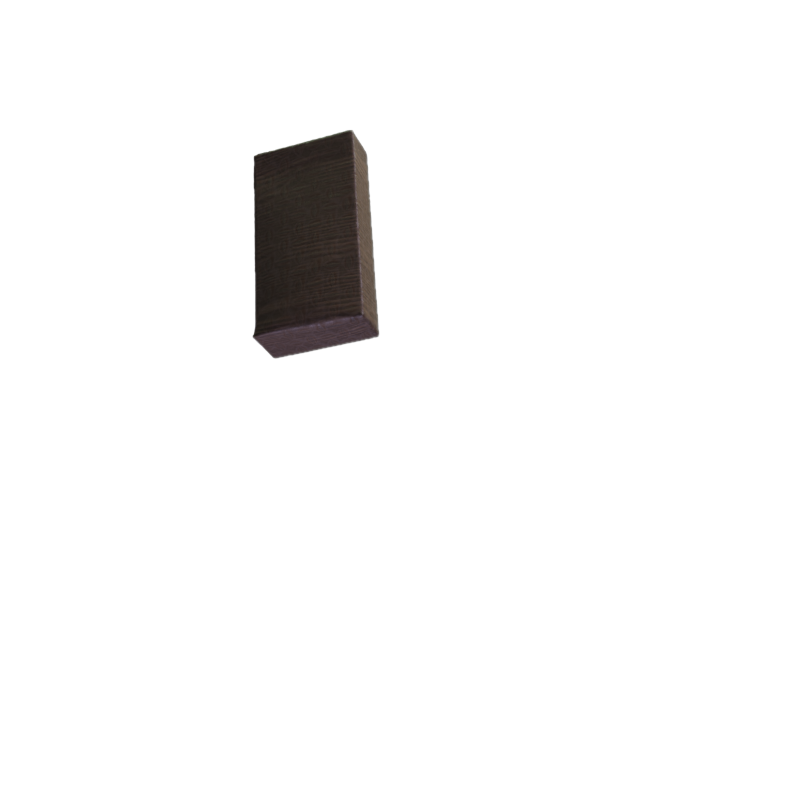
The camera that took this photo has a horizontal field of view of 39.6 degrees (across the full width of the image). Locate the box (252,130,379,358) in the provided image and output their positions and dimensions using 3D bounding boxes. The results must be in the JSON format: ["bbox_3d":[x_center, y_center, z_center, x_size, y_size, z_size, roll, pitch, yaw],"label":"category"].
[{"bbox_3d":[-0.070,-0.128,0.896,0.094,0.188,0.044,-12,-33,16],"label":"box"}]
